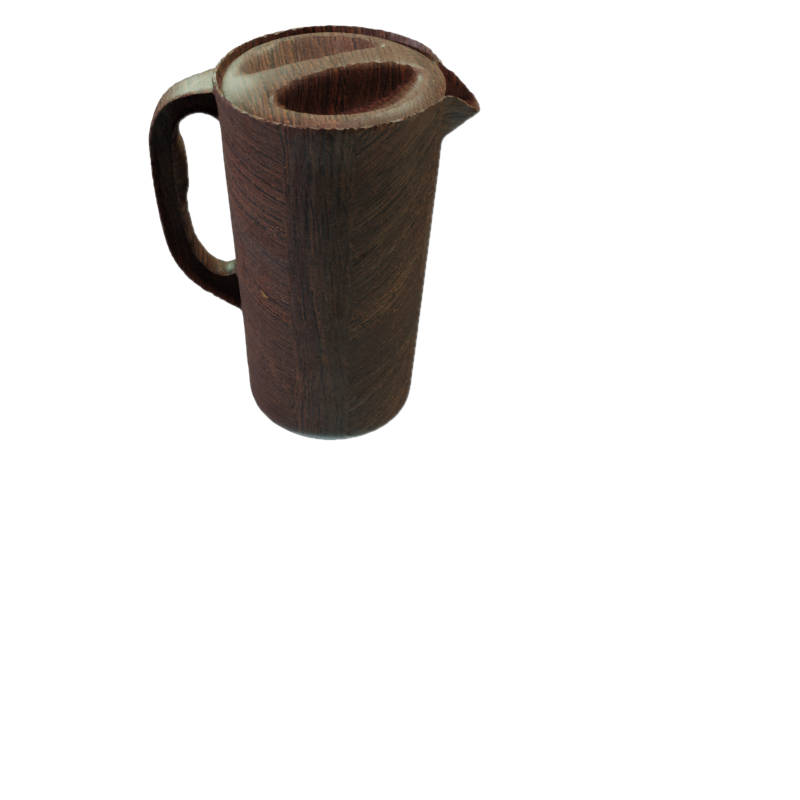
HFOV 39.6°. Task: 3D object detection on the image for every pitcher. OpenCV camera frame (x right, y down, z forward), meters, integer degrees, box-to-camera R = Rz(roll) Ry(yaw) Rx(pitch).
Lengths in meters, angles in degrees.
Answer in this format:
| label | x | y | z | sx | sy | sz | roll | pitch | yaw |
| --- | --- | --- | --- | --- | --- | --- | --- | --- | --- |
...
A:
| label | x | y | z | sx | sy | sz | roll | pitch | yaw |
| --- | --- | --- | --- | --- | --- | --- | --- | --- | --- |
| pitcher | -0.053 | -0.097 | 0.681 | 0.159 | 0.227 | 0.145 | 32 | 46 | 33 |
